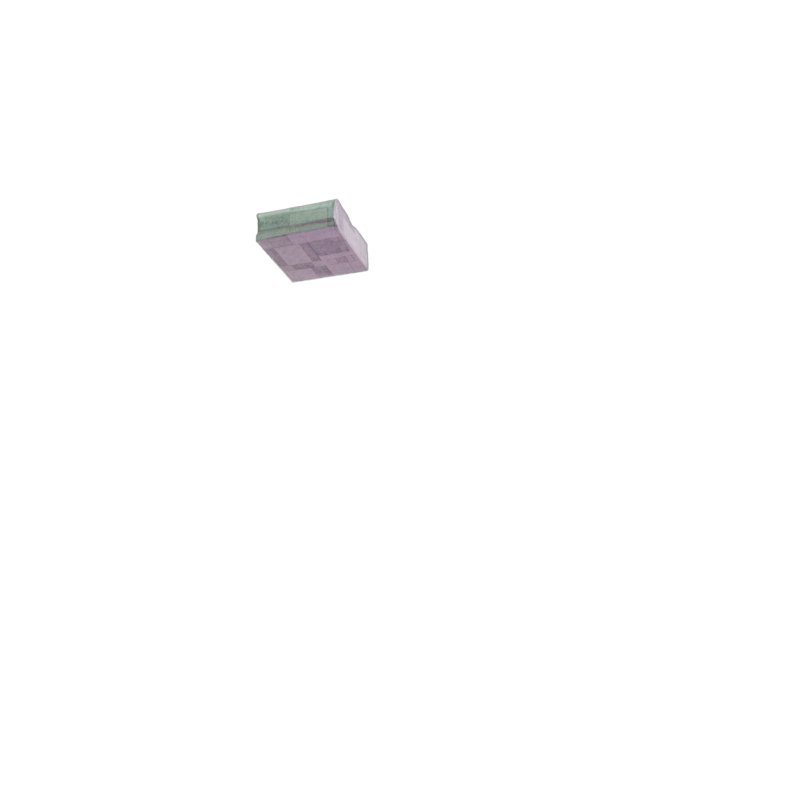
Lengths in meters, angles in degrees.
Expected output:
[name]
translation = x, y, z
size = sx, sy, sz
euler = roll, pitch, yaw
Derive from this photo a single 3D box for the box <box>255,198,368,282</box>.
[box]
translation = -0.075, -0.136, 0.953
size = 0.074, 0.032, 0.083
euler = -8, -24, 17
